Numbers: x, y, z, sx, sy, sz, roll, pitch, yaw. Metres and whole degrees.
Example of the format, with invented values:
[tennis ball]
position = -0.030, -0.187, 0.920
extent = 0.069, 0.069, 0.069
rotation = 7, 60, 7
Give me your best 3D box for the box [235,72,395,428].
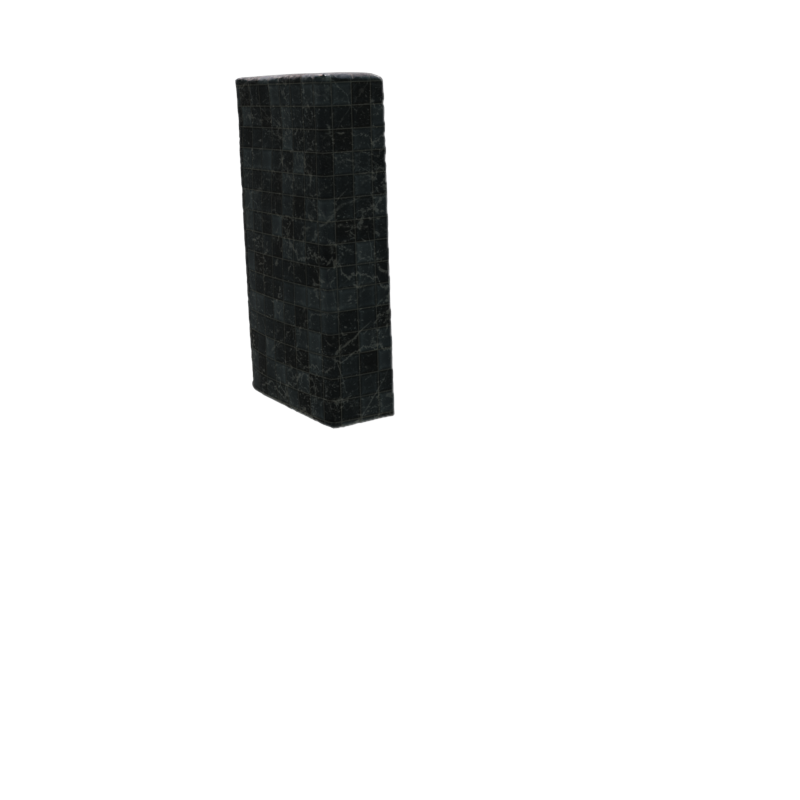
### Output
[box]
position = -0.045, -0.084, 0.586
extent = 0.047, 0.173, 0.098
rotation = -5, 11, -33
